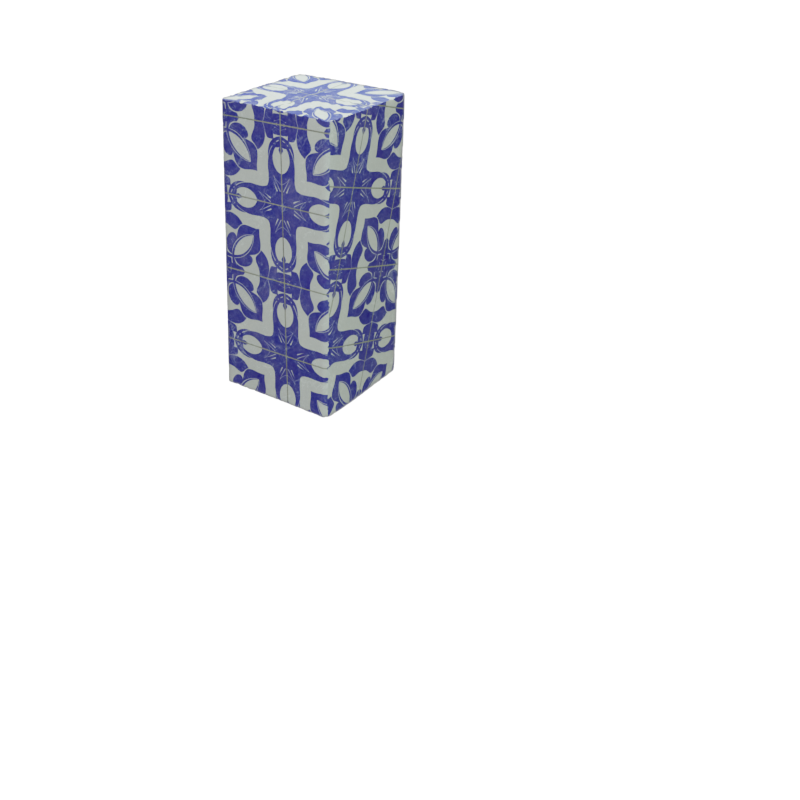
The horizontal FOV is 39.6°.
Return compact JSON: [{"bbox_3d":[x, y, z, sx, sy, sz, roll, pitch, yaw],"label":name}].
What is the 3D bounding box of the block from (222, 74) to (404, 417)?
[{"bbox_3d":[-0.059,-0.109,0.760,0.095,0.196,0.090,17,28,30],"label":"block"}]
